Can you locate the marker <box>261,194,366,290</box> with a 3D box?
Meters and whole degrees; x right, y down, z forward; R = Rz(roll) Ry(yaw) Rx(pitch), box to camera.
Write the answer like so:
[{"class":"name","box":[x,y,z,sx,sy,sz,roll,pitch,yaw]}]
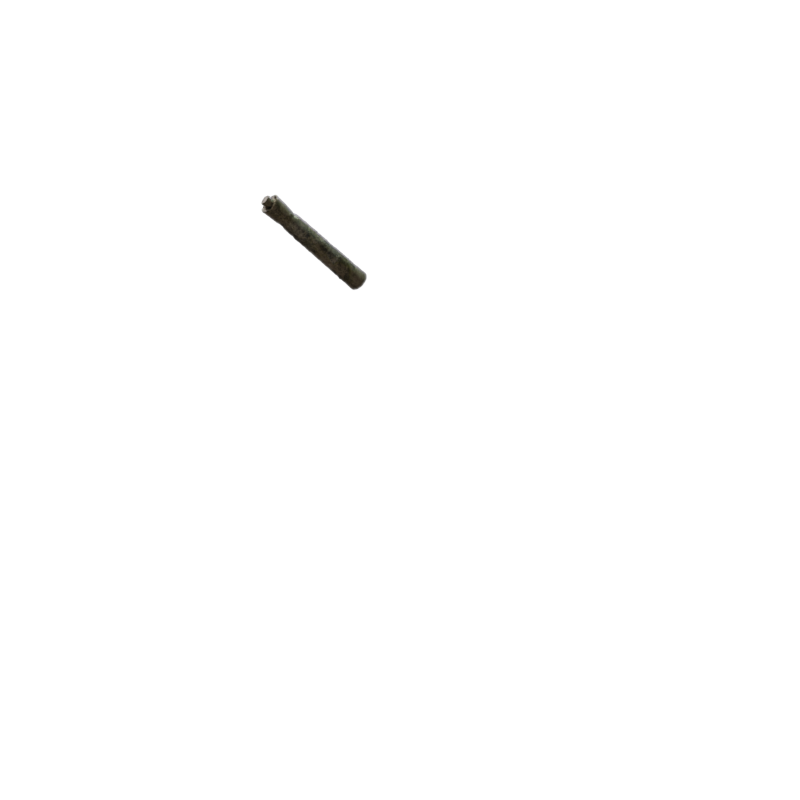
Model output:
[{"class":"marker","box":[-0.076,-0.138,0.966,0.114,0.020,0.020,39,-18,-27]}]
